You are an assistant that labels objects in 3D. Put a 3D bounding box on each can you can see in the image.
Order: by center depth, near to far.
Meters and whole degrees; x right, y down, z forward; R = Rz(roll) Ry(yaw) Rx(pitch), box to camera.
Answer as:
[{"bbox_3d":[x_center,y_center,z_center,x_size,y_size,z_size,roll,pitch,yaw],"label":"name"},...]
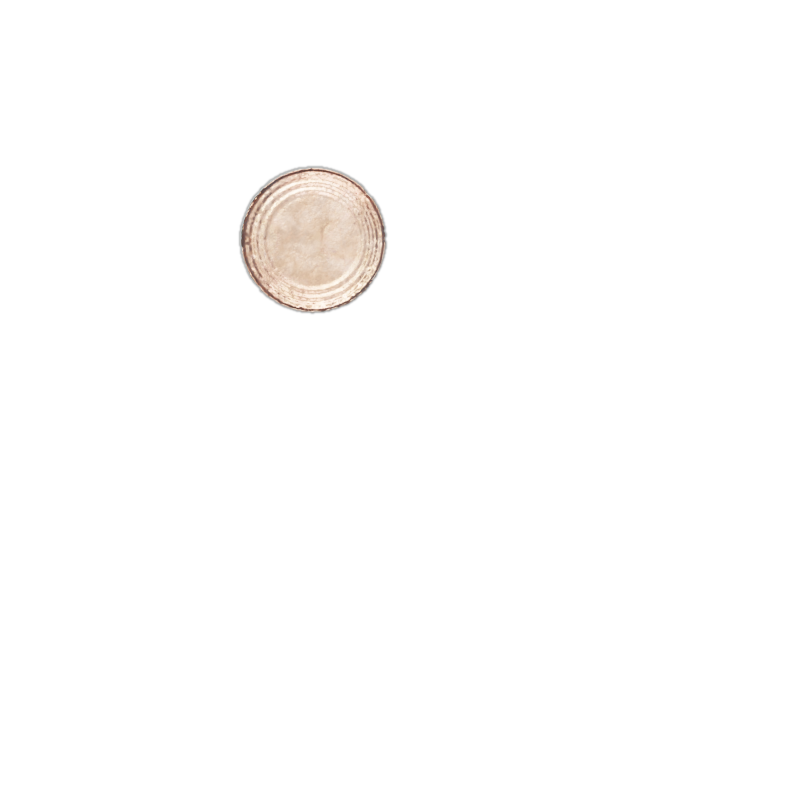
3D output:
[{"bbox_3d":[-0.052,-0.095,0.666,0.086,0.087,0.033,0,-3,-1],"label":"can"}]
